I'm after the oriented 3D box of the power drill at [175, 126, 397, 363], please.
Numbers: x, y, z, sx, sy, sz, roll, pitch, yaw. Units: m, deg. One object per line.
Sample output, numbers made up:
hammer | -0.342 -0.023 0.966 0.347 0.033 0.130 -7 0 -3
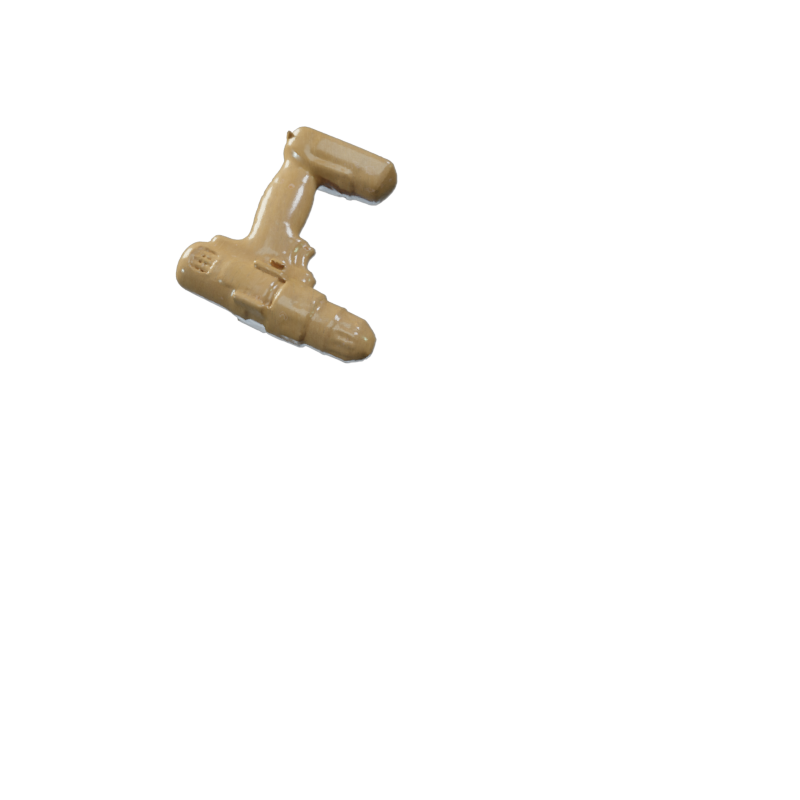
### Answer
power drill | -0.075 -0.137 0.962 0.190 0.194 0.054 24 -26 12
